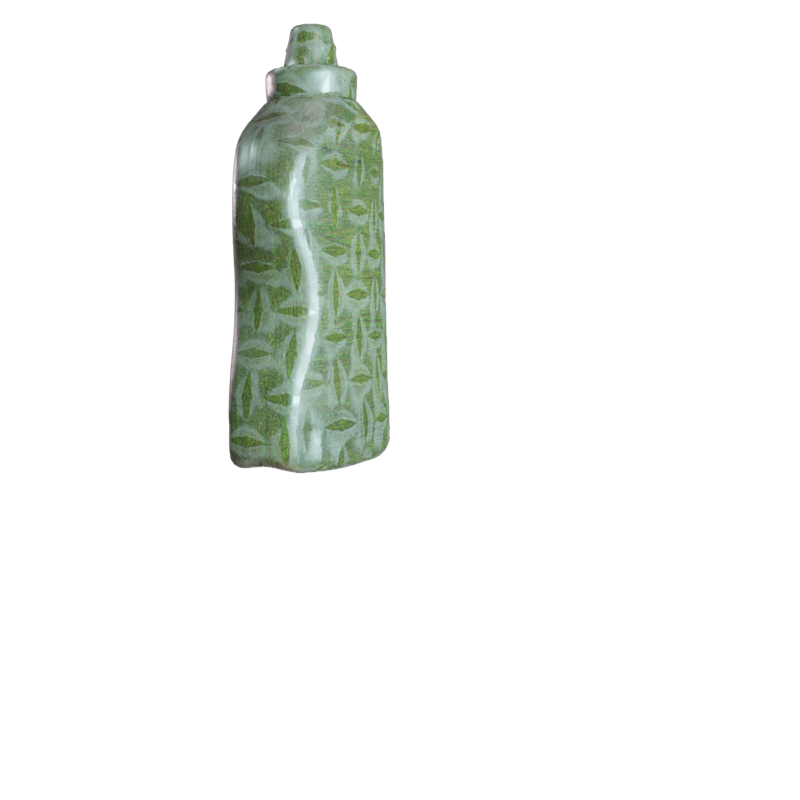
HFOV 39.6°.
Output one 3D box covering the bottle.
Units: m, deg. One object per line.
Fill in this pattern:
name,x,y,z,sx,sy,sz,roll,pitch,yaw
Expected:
bottle,-0.039,-0.070,0.491,0.060,0.193,0.093,-1,-1,27
